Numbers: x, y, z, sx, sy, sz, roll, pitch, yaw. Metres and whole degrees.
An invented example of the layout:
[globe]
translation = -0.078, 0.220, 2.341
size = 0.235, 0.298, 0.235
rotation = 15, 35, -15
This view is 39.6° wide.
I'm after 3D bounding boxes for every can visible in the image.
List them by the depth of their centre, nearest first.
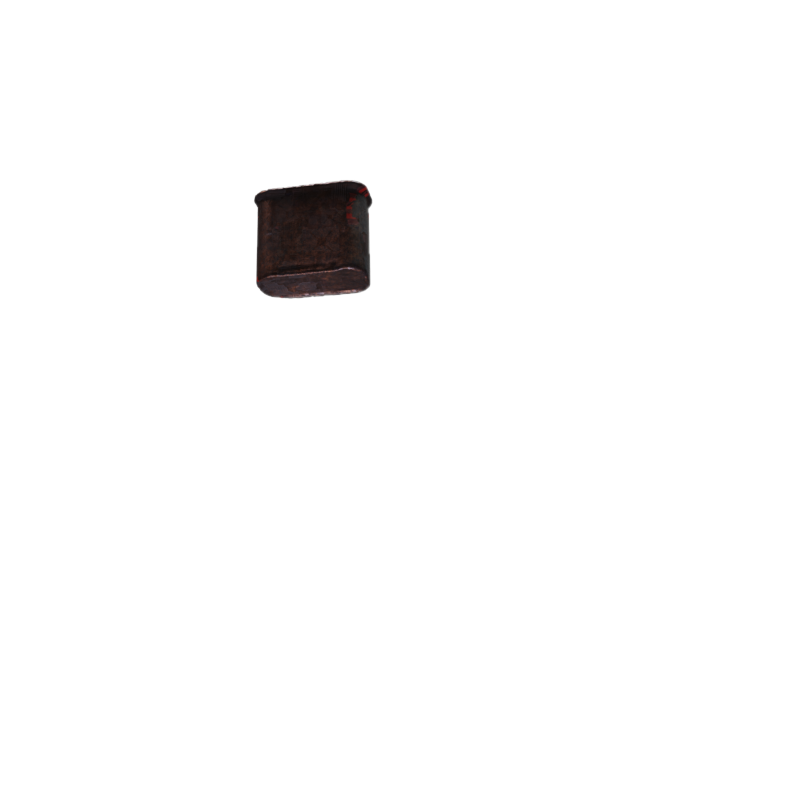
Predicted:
[can]
translation = -0.075, -0.137, 0.961
size = 0.103, 0.088, 0.054
rotation = -5, -23, 10
